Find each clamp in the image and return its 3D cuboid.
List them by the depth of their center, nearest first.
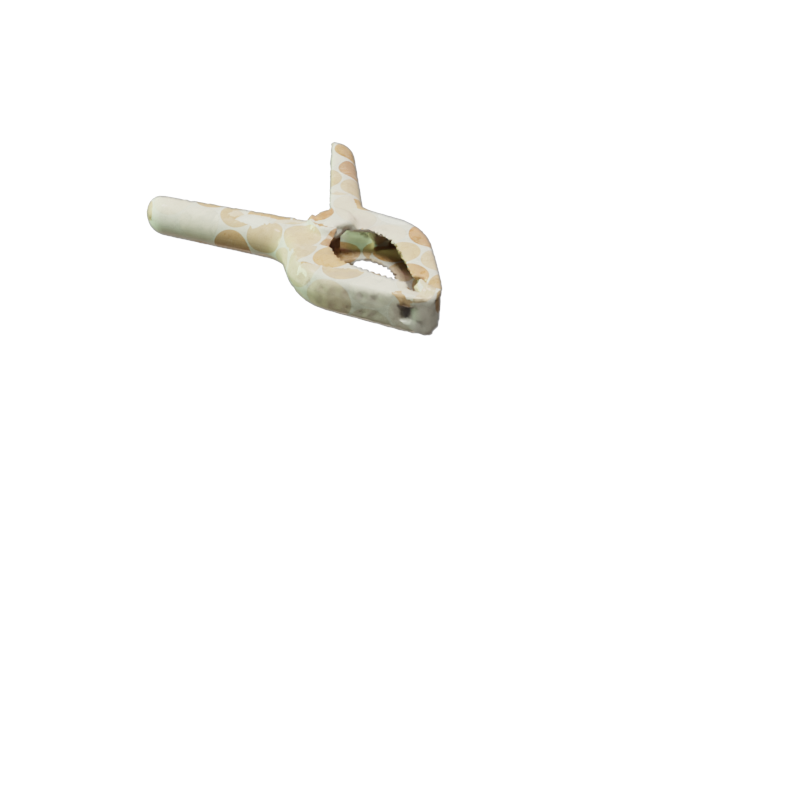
[{"bbox_3d":[-0.056,-0.101,0.710,0.162,0.034,0.227,-20,41,-24],"label":"clamp"}]
